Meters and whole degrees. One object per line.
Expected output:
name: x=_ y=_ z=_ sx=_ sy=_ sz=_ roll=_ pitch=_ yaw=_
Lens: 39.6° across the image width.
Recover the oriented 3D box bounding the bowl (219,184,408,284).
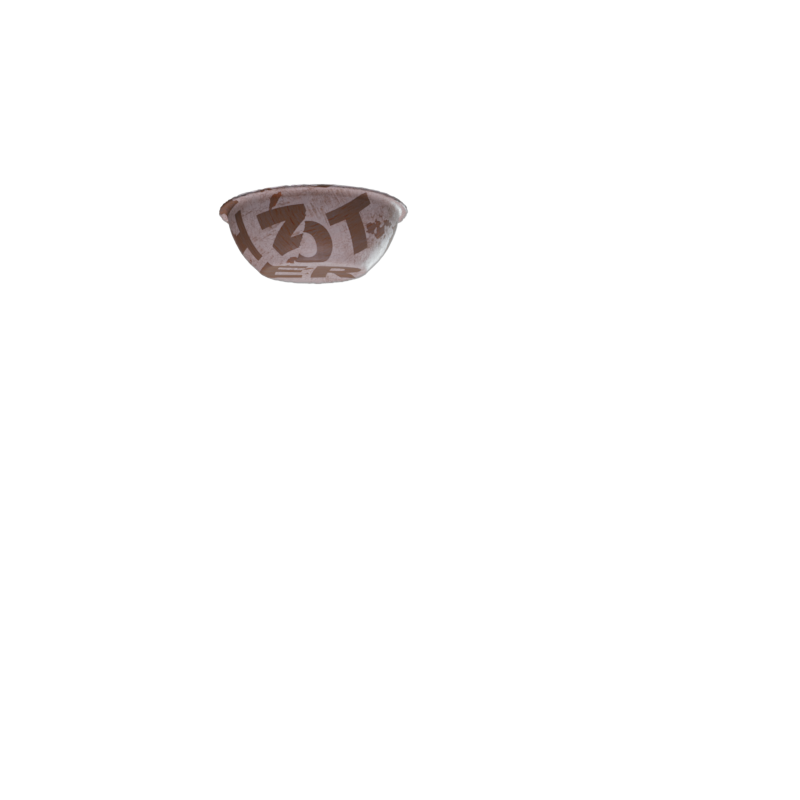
bowl: x=-0.074 y=-0.135 z=0.945 sx=0.162 sy=0.056 sz=0.158 roll=0 pitch=-7 yaw=-2
